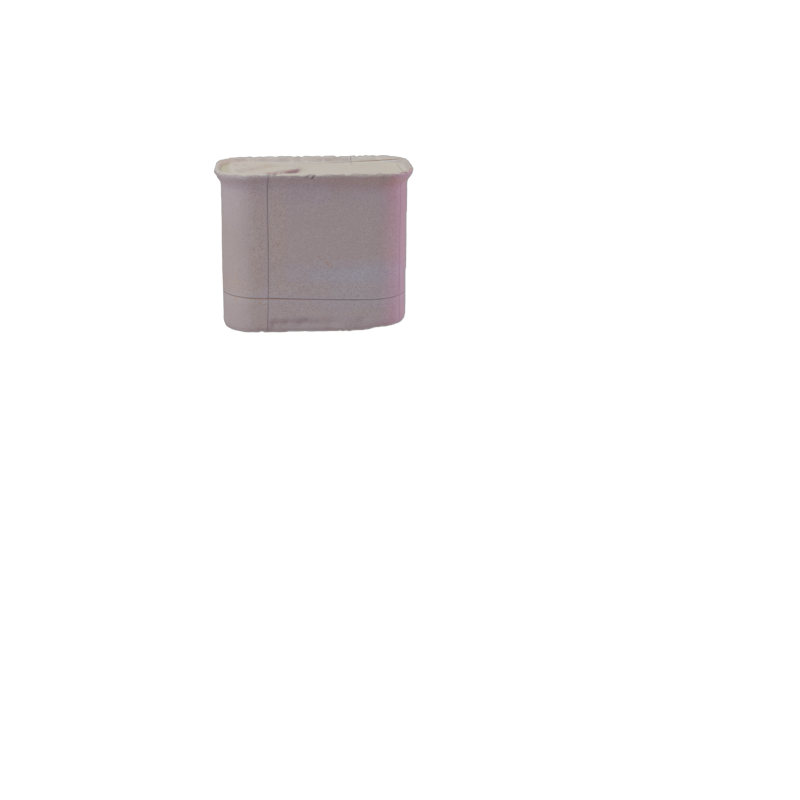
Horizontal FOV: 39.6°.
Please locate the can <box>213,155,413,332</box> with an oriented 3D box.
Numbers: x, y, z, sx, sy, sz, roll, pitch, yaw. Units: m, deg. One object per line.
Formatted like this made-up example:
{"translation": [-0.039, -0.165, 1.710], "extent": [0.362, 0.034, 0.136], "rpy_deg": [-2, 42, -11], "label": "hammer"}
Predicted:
{"translation": [-0.046, -0.083, 0.585], "extent": [0.101, 0.081, 0.060], "rpy_deg": [-1, 17, -4], "label": "can"}
